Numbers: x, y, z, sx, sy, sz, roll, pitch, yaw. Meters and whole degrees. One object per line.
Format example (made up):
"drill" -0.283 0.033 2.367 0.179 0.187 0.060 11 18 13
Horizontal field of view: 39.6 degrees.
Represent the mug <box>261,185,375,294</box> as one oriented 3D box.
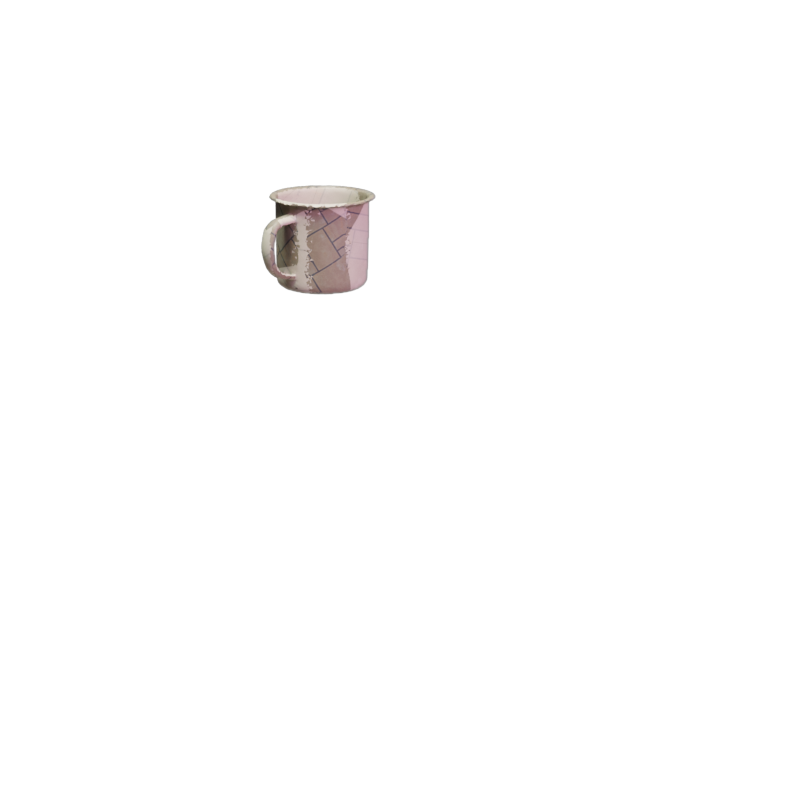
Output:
"mug" -0.076 -0.139 0.973 0.098 0.079 0.115 14 23 36
